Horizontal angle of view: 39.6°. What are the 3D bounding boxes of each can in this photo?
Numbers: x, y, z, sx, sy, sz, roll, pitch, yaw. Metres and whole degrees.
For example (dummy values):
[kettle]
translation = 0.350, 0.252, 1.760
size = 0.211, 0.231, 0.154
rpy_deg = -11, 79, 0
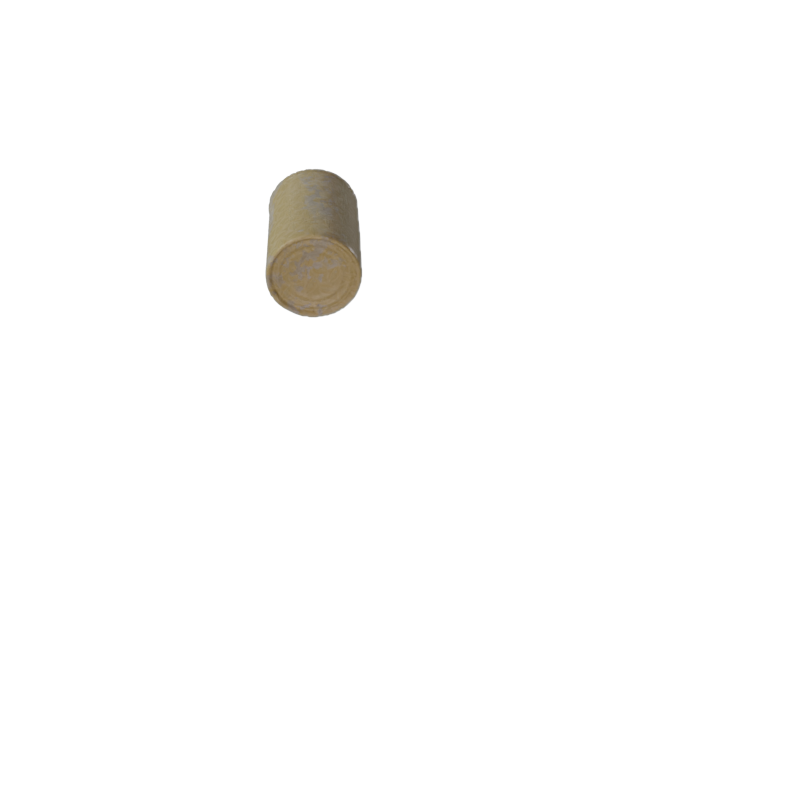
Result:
[can]
translation = -0.062, -0.114, 0.797
size = 0.068, 0.064, 0.109
rpy_deg = -1, 34, -3
